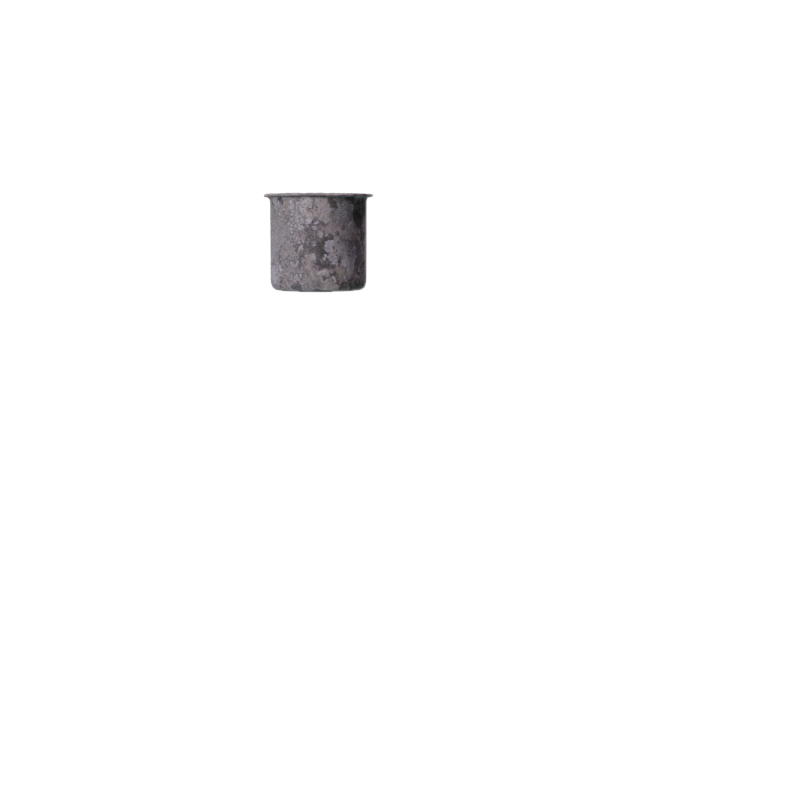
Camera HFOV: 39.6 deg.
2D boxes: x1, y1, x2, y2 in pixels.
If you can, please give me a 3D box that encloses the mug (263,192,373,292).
[{"bbox_3d":[-0.075,-0.136,0.952,0.091,0.081,0.122,-2,7,-24],"label":"mug"}]
